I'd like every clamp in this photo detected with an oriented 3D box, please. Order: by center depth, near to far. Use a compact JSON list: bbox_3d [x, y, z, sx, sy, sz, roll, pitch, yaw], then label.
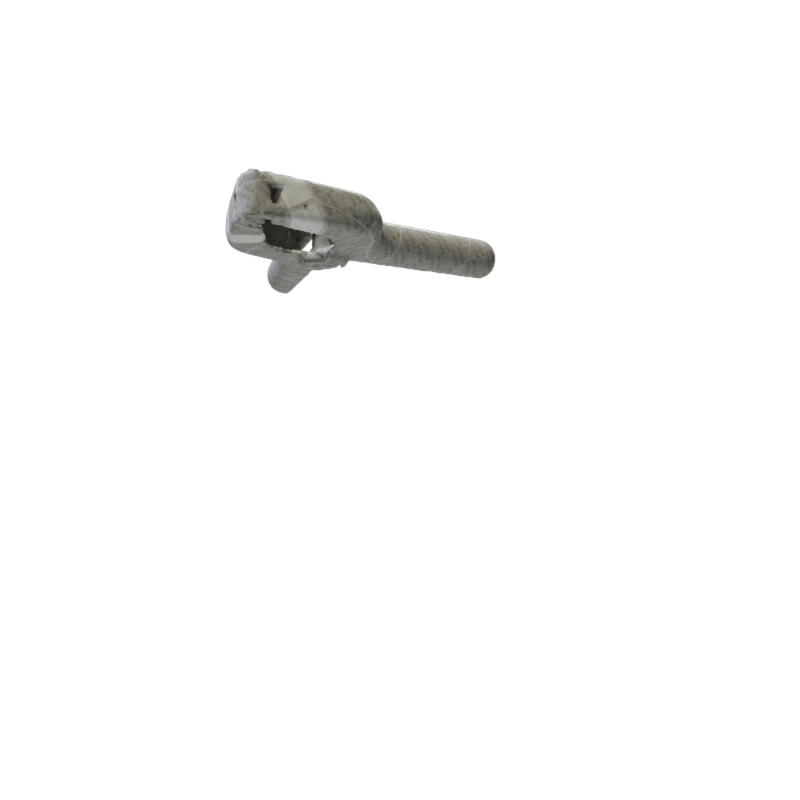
[{"bbox_3d":[-0.054,-0.099,0.694,0.169,0.037,0.199,-4,-8,29],"label":"clamp"}]
